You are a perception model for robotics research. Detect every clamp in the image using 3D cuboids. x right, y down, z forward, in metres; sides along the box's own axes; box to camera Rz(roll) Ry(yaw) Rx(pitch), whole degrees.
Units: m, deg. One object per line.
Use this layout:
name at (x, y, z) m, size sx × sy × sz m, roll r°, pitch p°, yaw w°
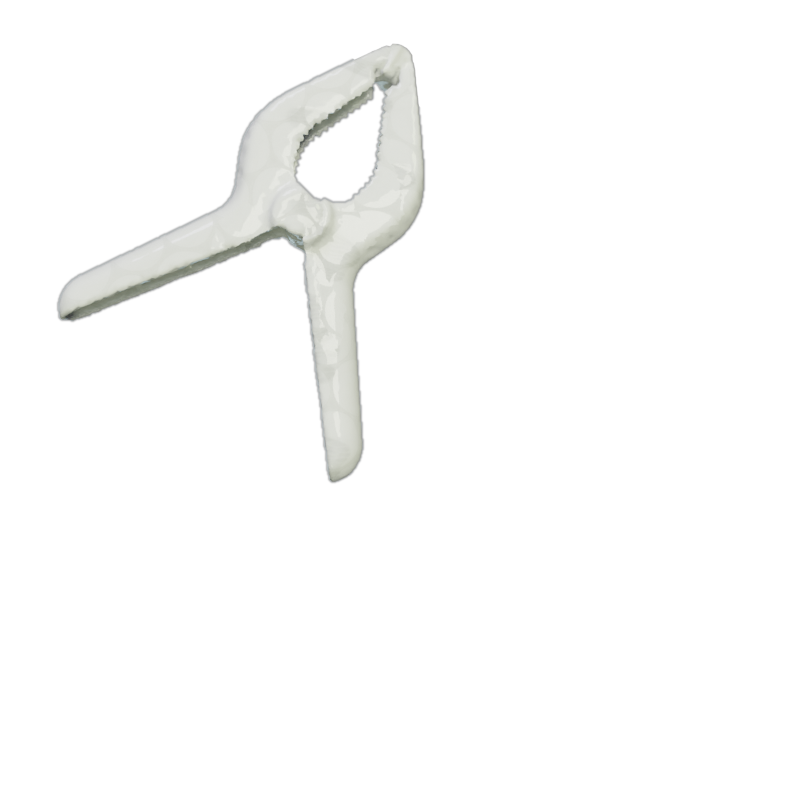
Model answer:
clamp at (-0.043, -0.078, 0.547) m, size 0.167 × 0.212 × 0.035 m, roll 36°, pitch -9°, yaw 6°
